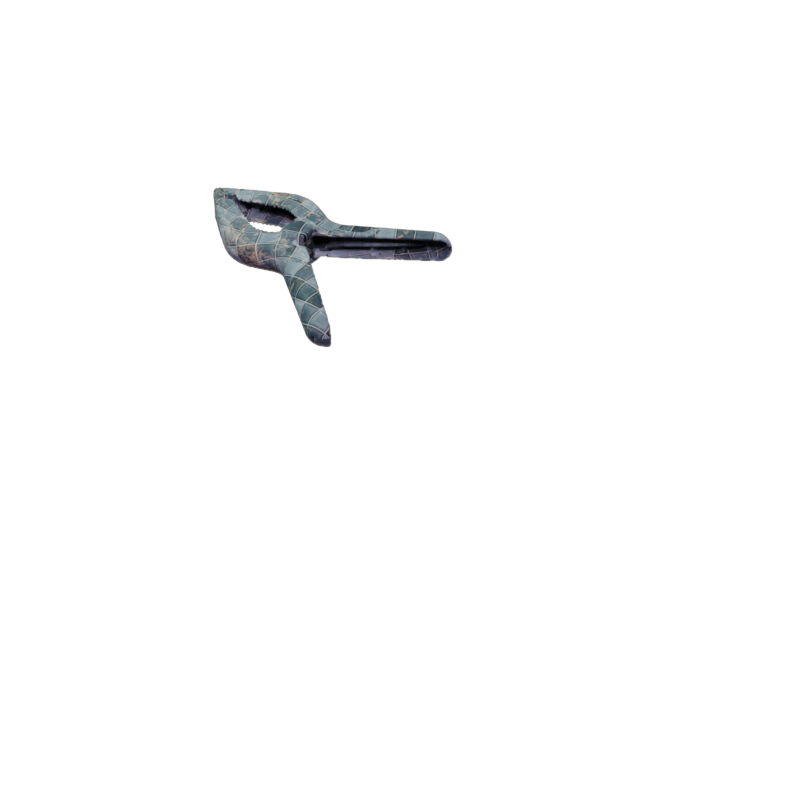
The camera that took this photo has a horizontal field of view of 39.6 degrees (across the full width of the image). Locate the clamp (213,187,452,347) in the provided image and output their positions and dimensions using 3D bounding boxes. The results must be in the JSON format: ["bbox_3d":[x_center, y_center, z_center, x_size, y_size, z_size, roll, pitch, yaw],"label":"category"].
[{"bbox_3d":[-0.073,-0.134,0.936,0.164,0.034,0.225,-30,49,-31],"label":"clamp"}]
